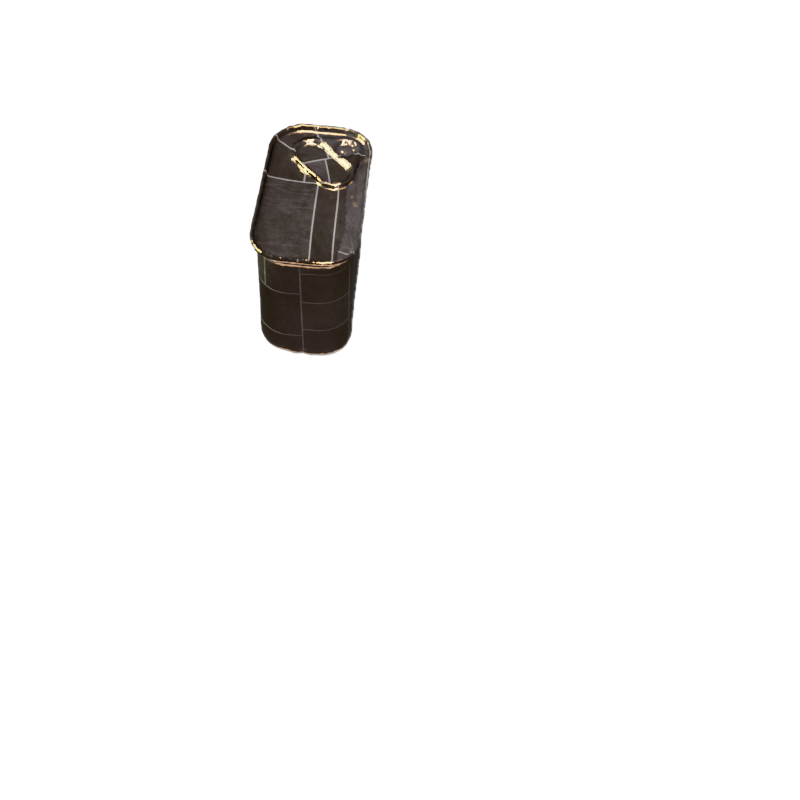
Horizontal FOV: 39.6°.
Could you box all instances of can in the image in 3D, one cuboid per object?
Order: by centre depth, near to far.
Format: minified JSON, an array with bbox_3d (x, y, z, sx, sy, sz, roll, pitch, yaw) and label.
[{"bbox_3d":[-0.048,-0.088,0.616,0.058,0.109,0.078,5,-38,1],"label":"can"}]
